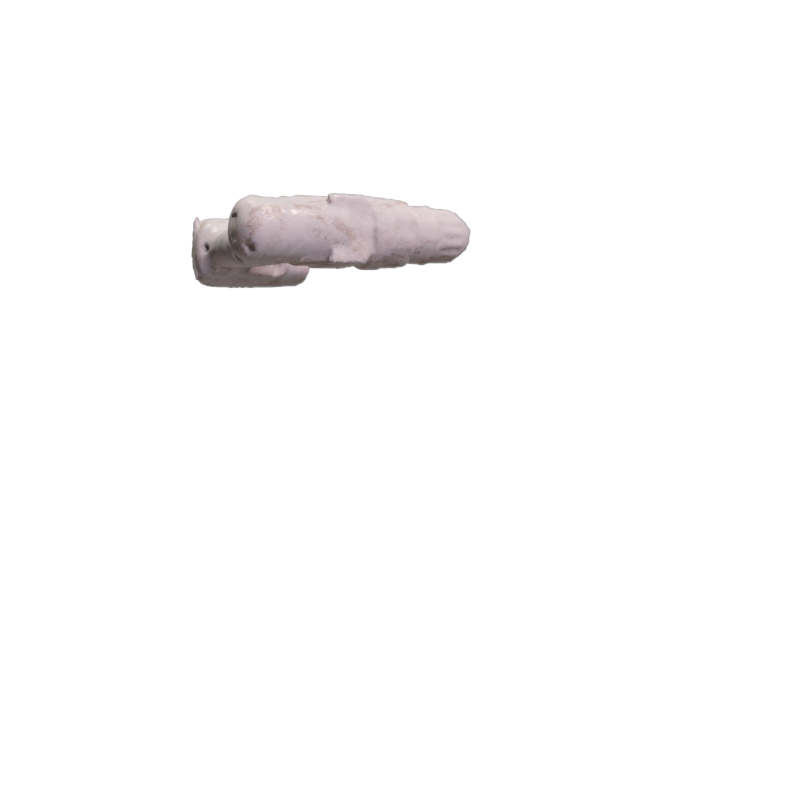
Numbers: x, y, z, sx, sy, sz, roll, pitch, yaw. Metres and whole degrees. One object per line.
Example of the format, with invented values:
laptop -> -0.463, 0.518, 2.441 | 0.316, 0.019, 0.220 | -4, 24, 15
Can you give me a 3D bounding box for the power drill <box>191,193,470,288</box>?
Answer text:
power drill -> -0.066, -0.120, 0.841 | 0.178, 0.058, 0.192 | 1, -1, -28
